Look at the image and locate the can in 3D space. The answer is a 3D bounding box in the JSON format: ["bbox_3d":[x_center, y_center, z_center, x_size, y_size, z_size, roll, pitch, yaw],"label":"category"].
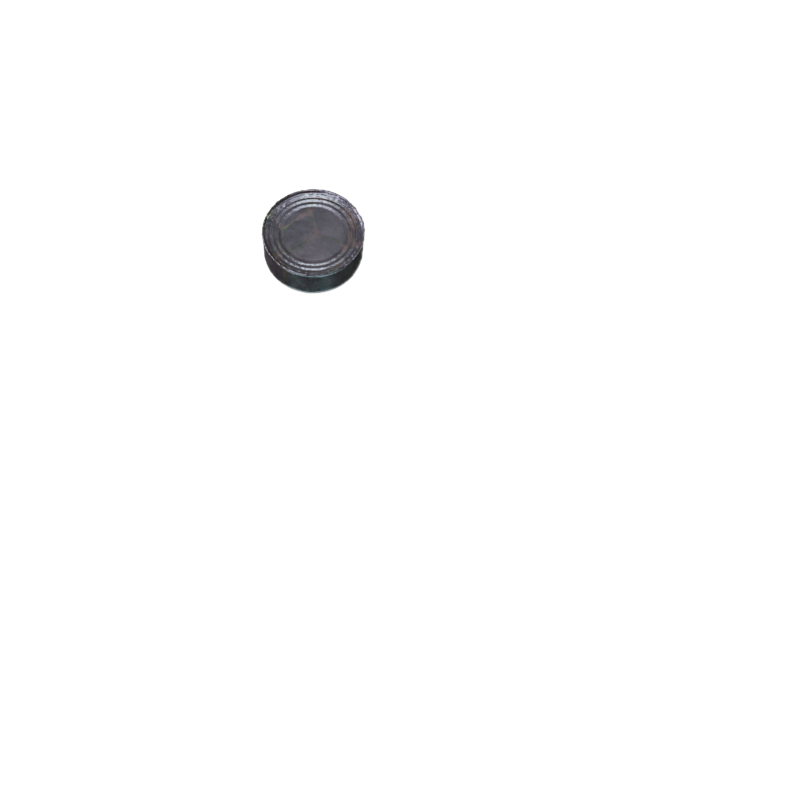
[{"bbox_3d":[-0.073,-0.133,0.934,0.086,0.091,0.031,-1,-30,-1],"label":"can"}]
